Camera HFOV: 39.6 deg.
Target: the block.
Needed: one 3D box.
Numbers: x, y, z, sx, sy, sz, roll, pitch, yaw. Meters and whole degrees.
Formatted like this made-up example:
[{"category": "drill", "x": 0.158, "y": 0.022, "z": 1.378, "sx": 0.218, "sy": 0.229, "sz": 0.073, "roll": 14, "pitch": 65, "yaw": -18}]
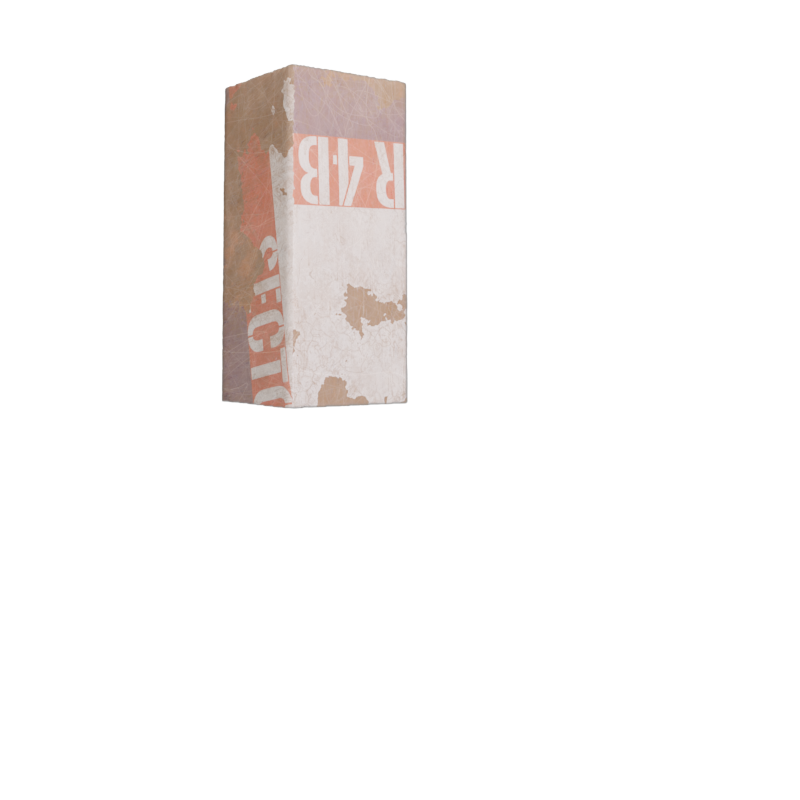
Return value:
[{"category": "block", "x": -0.056, "y": -0.102, "z": 0.718, "sx": 0.087, "sy": 0.208, "sz": 0.093, "roll": 2, "pitch": -4, "yaw": -36}]
